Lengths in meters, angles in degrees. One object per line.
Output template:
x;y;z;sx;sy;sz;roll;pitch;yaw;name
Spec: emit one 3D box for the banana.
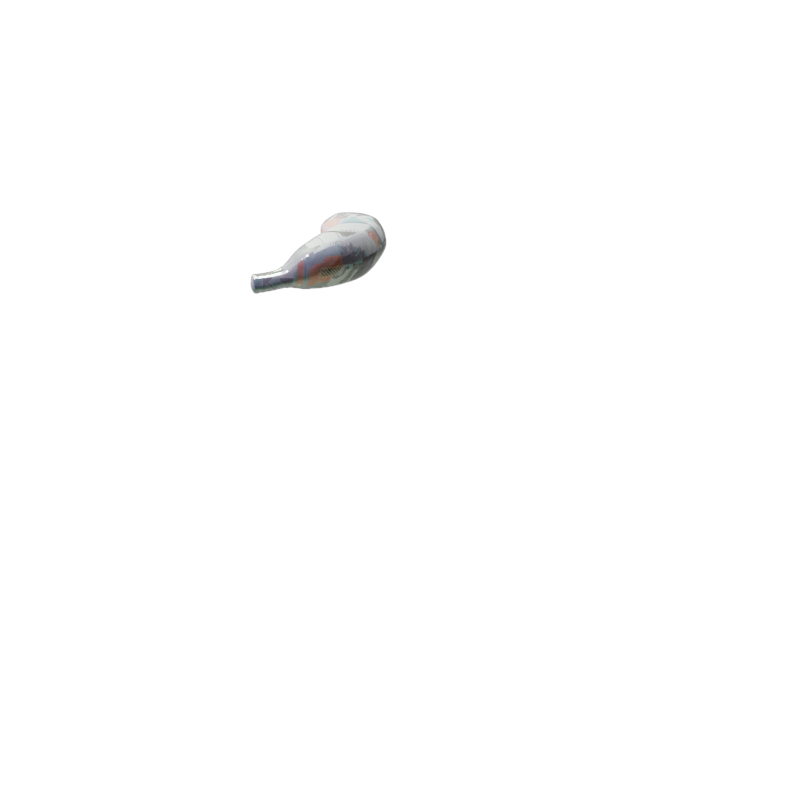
-0.043;-0.108;0.769;0.071;0.036;0.200;3;17;10;banana
